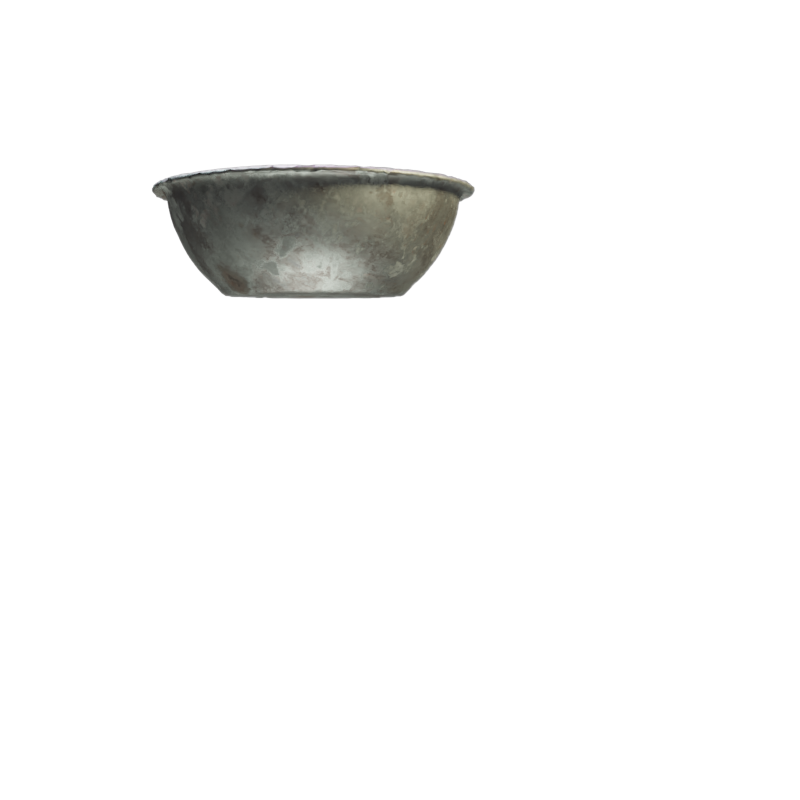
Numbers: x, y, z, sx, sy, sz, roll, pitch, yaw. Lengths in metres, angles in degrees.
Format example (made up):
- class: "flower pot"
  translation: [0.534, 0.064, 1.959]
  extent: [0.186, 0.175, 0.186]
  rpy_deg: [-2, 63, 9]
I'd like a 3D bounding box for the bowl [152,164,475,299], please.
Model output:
- class: "bowl"
  translation: [-0.044, -0.080, 0.558]
  extent: [0.162, 0.055, 0.162]
  rpy_deg: [0, 3, -2]
